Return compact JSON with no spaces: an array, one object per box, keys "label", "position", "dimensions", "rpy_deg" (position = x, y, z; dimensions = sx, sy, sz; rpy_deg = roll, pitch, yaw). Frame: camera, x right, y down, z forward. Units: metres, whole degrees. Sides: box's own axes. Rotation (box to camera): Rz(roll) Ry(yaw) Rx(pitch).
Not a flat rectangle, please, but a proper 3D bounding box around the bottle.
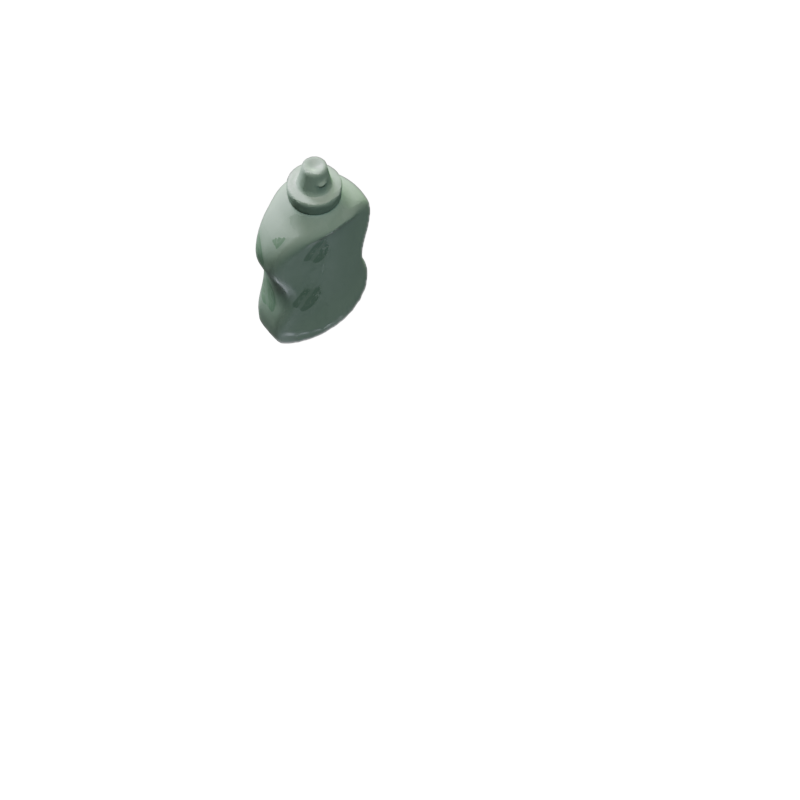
[{"label":"bottle","position":[-0.067,-0.123,0.865],"dimensions":[0.096,0.062,0.180],"rpy_deg":[-33,-23,-20]}]
